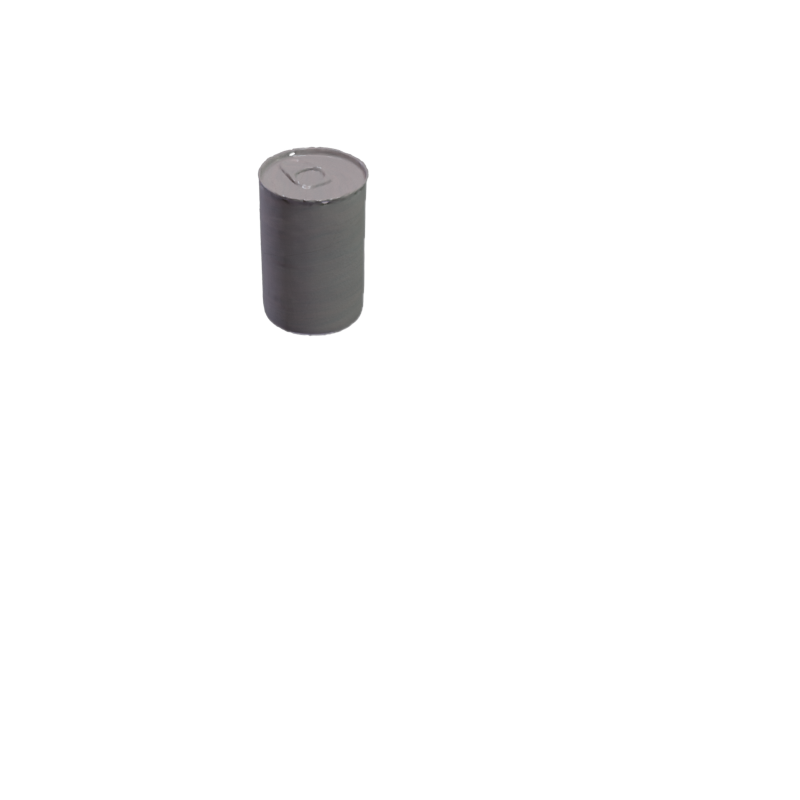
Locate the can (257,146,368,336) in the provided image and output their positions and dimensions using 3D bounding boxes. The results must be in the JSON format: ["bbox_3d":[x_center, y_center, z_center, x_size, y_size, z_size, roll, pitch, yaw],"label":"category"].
[{"bbox_3d":[-0.055,-0.101,0.705,0.068,0.096,0.073,0,36,-3],"label":"can"}]
